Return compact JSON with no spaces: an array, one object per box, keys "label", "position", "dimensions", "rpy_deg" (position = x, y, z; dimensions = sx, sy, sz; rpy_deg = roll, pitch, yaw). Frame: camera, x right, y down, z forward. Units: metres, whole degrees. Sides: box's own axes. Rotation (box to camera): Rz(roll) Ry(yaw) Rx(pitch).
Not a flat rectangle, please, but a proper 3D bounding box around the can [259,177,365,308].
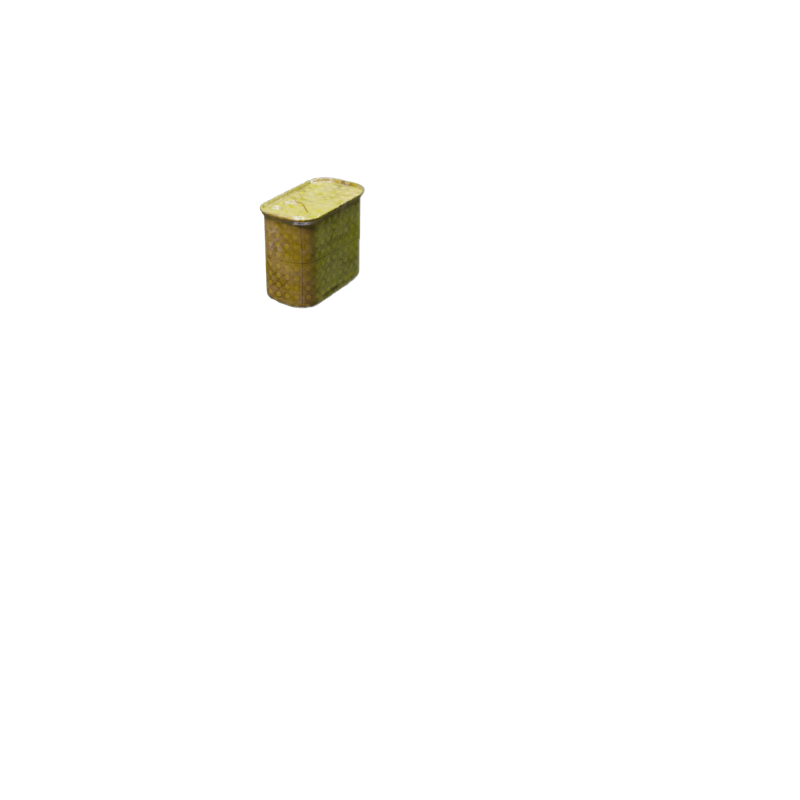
[{"label":"can","position":[-0.075,-0.138,0.964],"dimensions":[0.060,0.079,0.103],"rpy_deg":[15,31,27]}]
